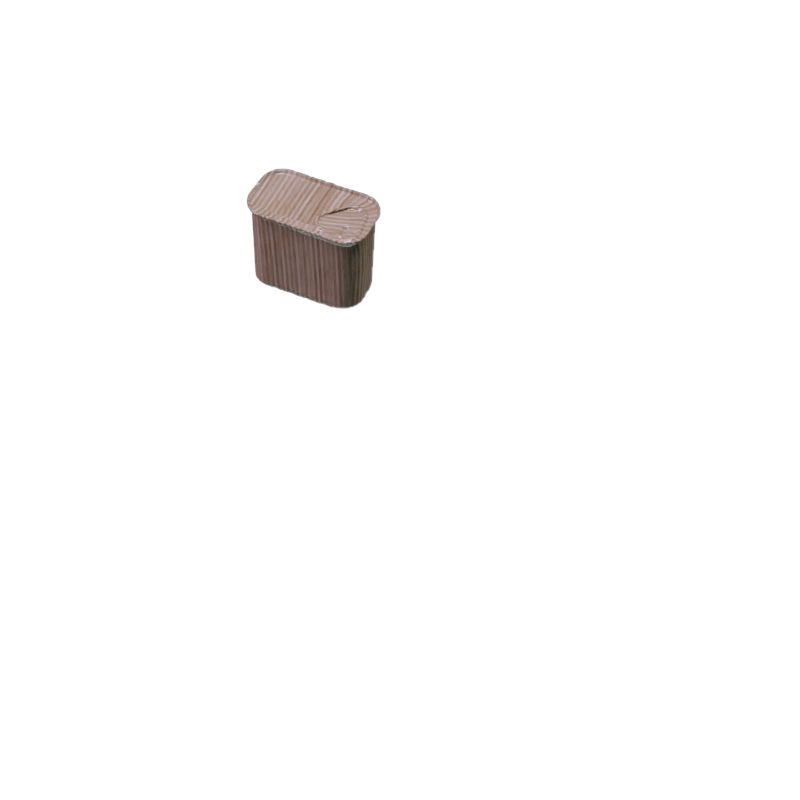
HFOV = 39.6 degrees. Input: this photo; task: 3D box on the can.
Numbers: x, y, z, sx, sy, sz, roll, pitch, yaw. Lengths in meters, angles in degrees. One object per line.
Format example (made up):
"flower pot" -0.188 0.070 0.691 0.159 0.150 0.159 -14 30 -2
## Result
"can" -0.069 -0.127 0.887 0.105 0.060 0.078 20 -38 15
